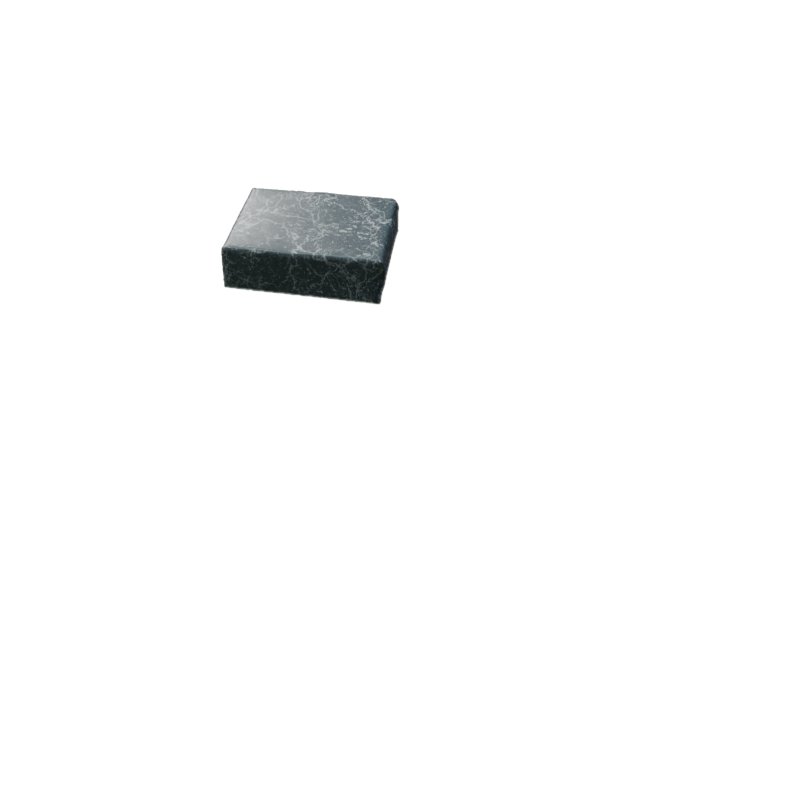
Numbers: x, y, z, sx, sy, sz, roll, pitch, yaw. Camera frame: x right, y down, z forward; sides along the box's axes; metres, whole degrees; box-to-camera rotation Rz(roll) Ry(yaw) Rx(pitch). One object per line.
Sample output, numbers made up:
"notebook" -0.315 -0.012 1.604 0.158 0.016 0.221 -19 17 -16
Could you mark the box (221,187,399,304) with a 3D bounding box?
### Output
"box" -0.049 -0.089 0.623 0.090 0.028 0.077 5 35 7
